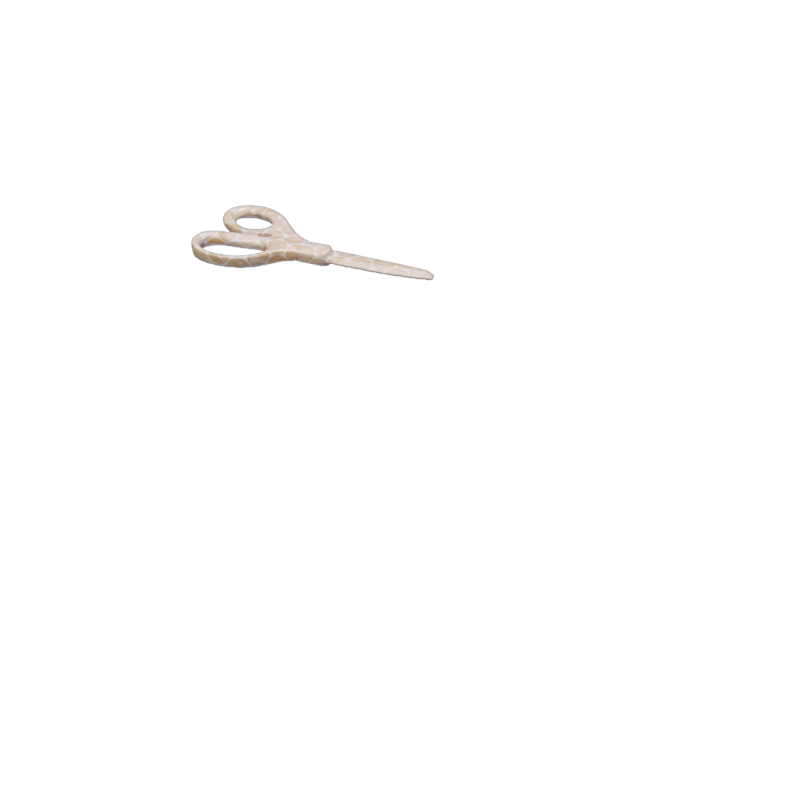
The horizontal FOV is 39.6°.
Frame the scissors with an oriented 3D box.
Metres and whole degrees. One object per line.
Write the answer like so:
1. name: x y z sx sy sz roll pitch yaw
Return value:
1. scissors: -0.073 -0.133 0.933 0.203 0.015 0.102 3 38 4
